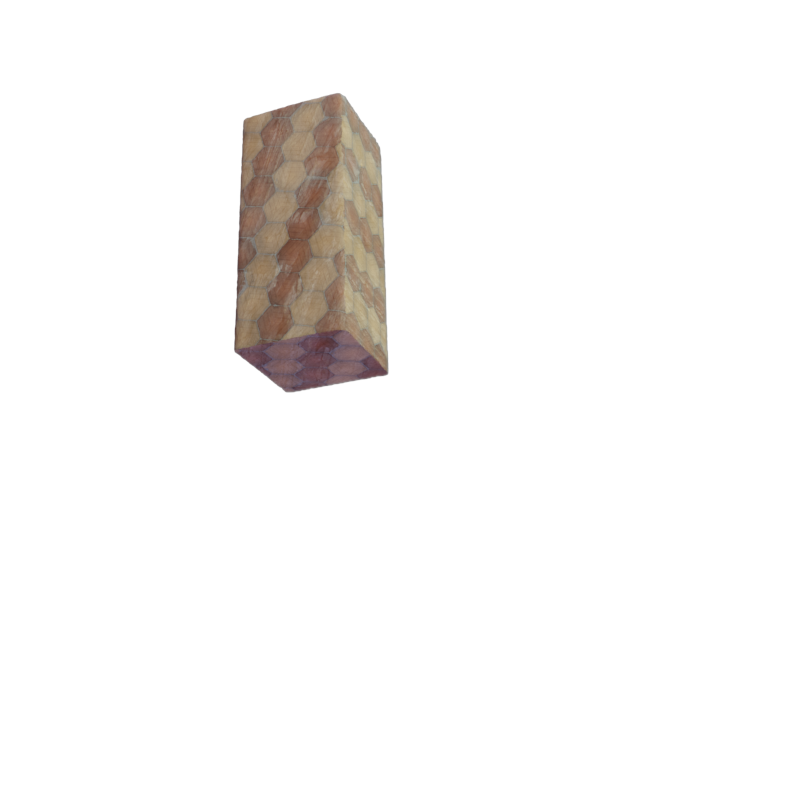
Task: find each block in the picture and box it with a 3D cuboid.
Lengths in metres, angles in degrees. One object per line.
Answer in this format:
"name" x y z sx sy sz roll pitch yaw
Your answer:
"block" -0.067 -0.124 0.867 0.091 0.219 0.084 -12 -29 19
